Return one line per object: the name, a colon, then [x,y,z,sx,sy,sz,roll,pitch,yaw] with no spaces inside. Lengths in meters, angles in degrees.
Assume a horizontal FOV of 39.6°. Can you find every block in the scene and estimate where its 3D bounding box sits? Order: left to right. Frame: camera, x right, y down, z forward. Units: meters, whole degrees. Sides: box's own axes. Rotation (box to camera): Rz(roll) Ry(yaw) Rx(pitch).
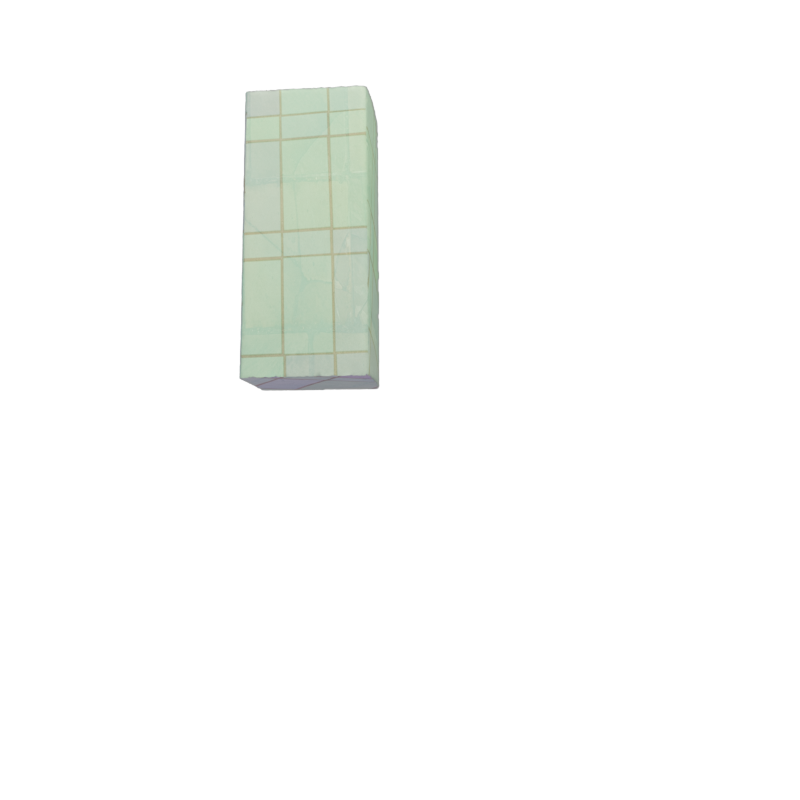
block: [-0.063,-0.115,0.807,0.091,0.213,0.087,-2,-12,6]
